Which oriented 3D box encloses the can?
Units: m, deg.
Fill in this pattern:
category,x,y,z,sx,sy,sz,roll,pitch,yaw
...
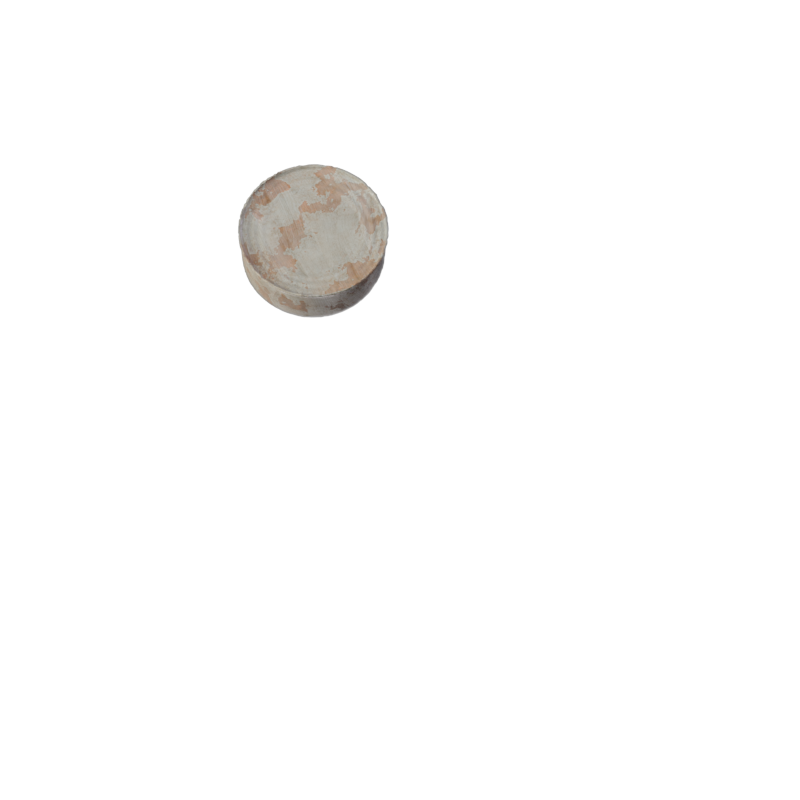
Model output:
category,x,y,z,sx,sy,sz,roll,pitch,yaw
can,-0.050,-0.092,0.644,0.086,0.091,0.032,-1,-26,-1
